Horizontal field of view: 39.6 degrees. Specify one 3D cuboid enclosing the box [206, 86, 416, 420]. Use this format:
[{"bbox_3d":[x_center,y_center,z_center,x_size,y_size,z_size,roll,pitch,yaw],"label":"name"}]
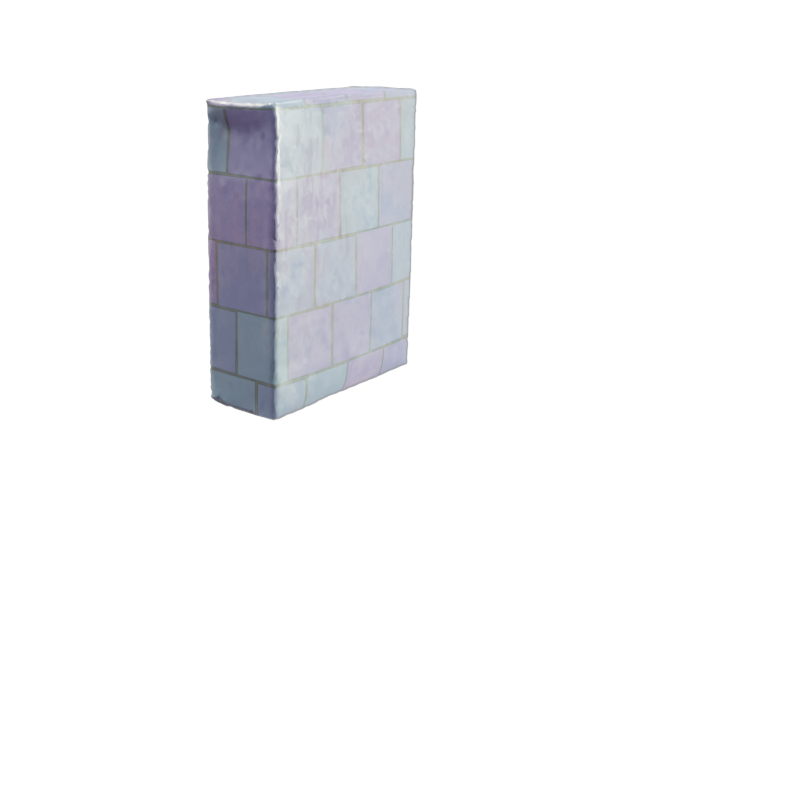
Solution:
[{"bbox_3d":[-0.062,-0.113,0.795,0.075,0.207,0.161,10,17,34],"label":"box"}]
